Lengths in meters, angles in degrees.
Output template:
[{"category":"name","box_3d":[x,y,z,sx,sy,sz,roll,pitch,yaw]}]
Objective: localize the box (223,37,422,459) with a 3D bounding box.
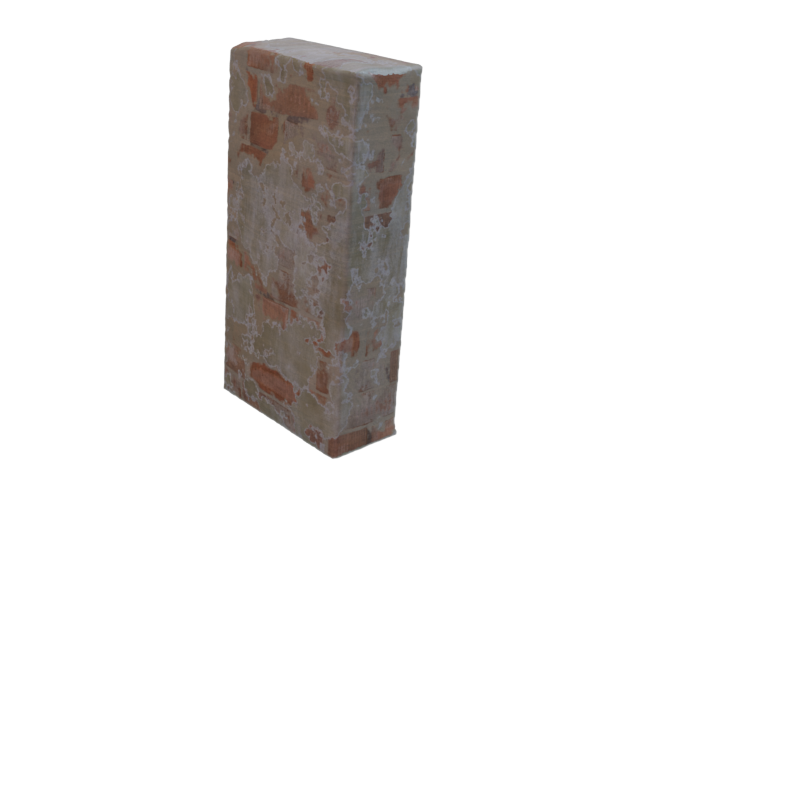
[{"category":"box","box_3d":[-0.041,-0.073,0.513,0.047,0.168,0.099,-15,27,-38]}]
